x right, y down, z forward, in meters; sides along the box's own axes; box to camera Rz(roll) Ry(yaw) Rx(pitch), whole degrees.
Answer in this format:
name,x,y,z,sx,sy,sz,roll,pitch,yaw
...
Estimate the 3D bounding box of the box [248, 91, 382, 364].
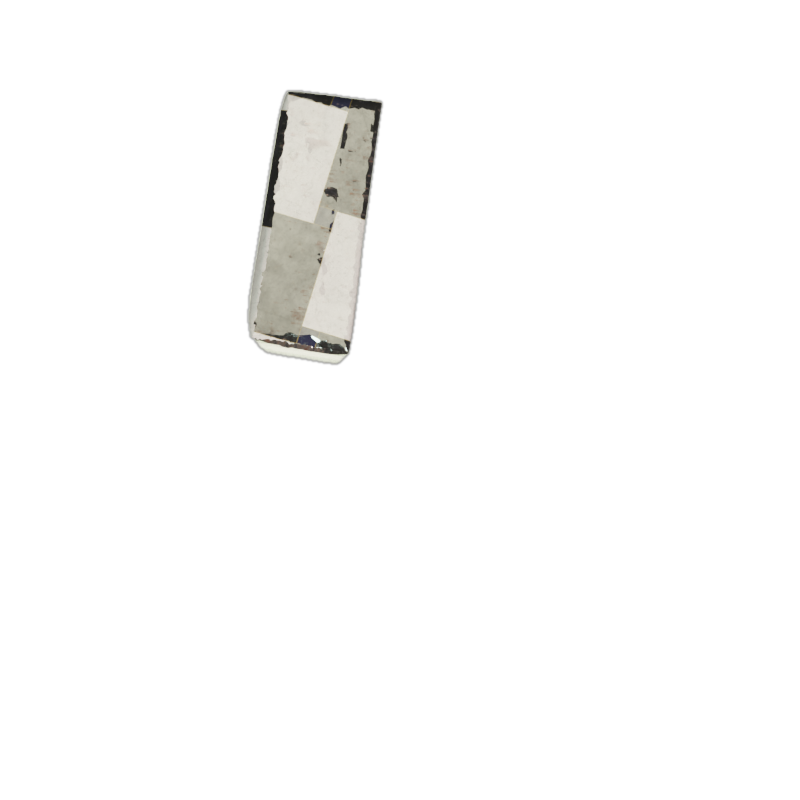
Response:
name,x,y,z,sx,sy,sz,roll,pitch,yaw
box,-0.062,-0.113,0.795,0.072,0.166,0.212,7,-3,-4
